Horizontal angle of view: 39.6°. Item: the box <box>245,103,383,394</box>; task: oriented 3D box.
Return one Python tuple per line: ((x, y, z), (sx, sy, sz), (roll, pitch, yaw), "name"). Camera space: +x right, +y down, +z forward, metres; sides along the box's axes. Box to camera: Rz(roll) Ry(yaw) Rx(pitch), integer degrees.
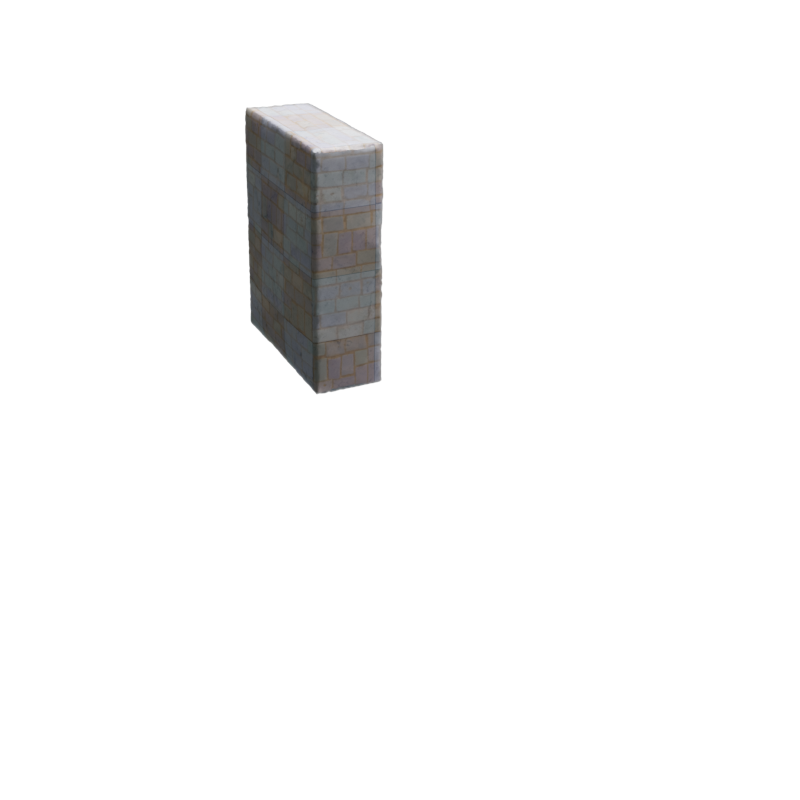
((-0.076, -0.139, 0.970), (0.070, 0.204, 0.176), (-8, 25, -24), "box")
